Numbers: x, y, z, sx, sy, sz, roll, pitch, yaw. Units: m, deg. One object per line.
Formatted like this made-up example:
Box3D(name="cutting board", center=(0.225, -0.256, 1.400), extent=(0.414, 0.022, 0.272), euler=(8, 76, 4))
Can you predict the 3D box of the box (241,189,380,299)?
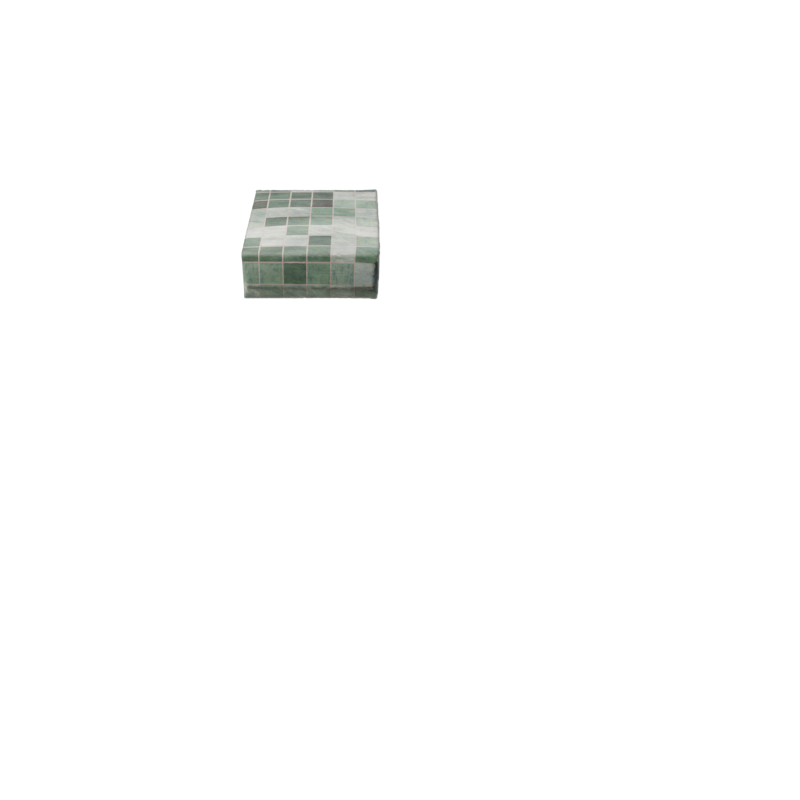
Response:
Box3D(name="box", center=(-0.060, -0.109, 0.766), extent=(0.090, 0.037, 0.120), euler=(0, 29, -1))
